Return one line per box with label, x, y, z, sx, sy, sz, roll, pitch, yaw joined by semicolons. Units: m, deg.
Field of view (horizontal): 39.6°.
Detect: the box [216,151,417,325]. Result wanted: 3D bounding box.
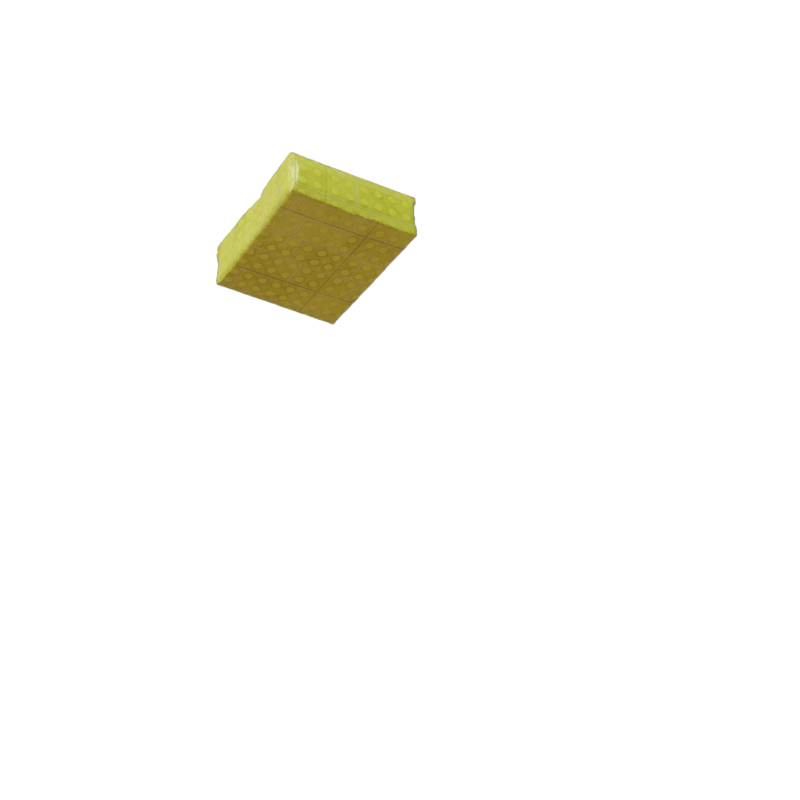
box;-0.045;-0.082;0.577;0.070;0.032;0.087;18;-39;-25
